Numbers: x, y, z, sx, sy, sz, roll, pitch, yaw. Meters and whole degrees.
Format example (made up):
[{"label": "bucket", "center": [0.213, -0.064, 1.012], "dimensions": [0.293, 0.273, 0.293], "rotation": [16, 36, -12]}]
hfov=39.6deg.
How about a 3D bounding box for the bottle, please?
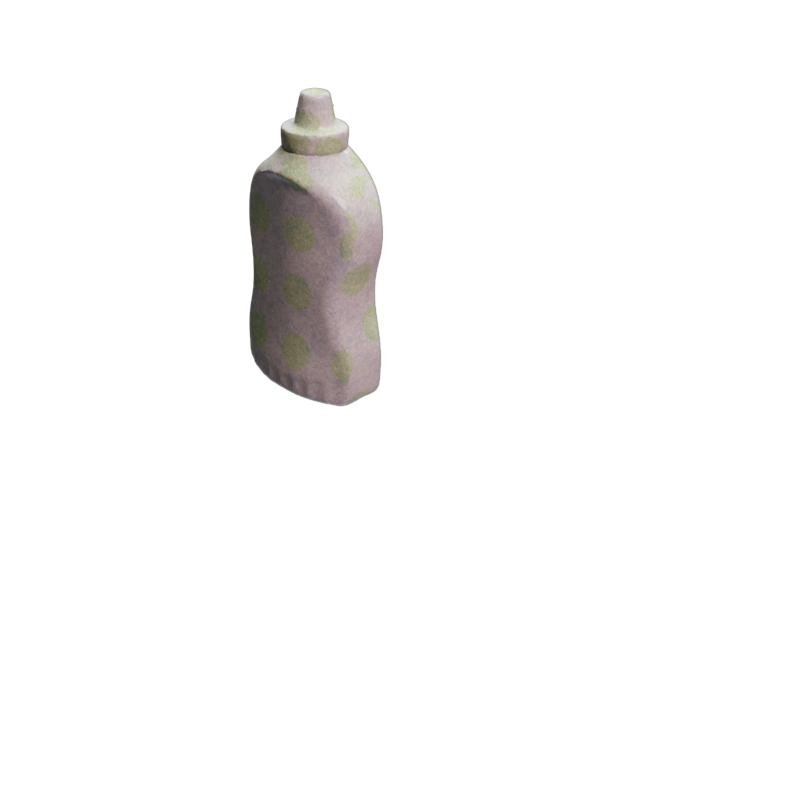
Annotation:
[{"label": "bottle", "center": [-0.053, -0.098, 0.687], "dimensions": [0.058, 0.182, 0.102], "rotation": [-20, 33, -39]}]
